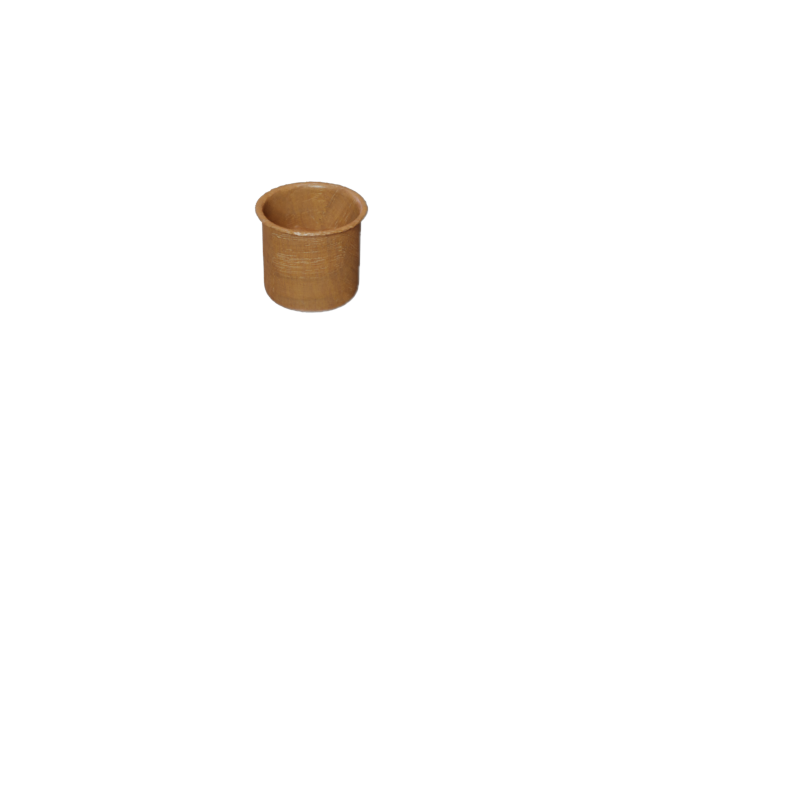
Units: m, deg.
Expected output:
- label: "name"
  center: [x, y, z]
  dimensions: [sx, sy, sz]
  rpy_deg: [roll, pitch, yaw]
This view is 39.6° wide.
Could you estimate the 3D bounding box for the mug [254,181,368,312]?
- label: "mug"
  center: [-0.074, -0.134, 0.940]
  dimensions: [0.094, 0.076, 0.124]
  rpy_deg: [3, 34, 3]
